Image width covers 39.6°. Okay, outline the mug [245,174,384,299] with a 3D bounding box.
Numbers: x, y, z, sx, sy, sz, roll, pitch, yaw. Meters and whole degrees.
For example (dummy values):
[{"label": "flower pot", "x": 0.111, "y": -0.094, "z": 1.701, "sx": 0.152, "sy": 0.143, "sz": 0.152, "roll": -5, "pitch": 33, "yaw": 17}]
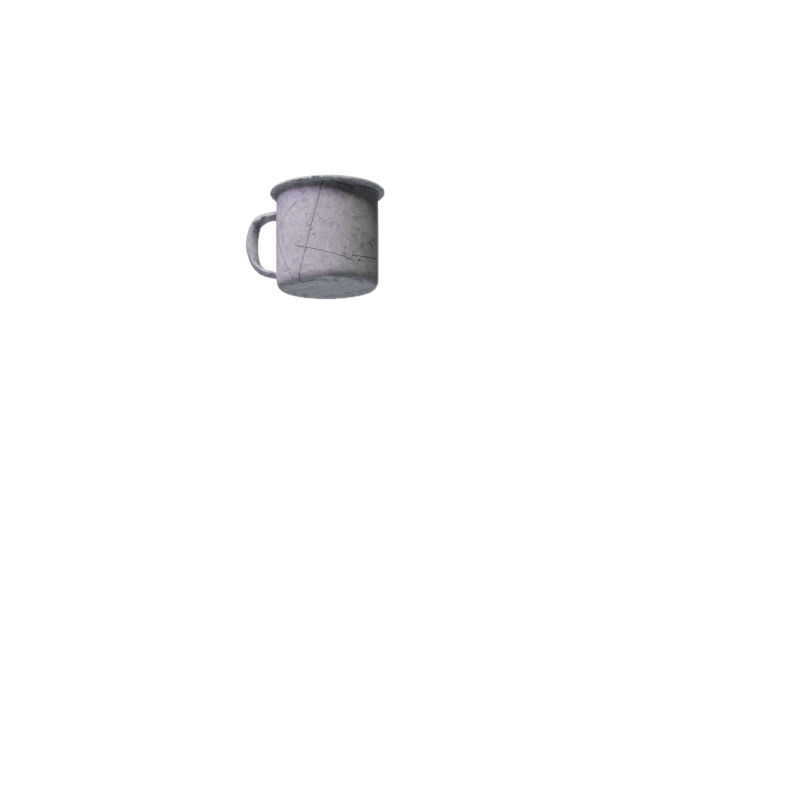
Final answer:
[{"label": "mug", "x": -0.070, "y": -0.127, "z": 0.891, "sx": 0.119, "sy": 0.084, "sz": 0.089, "roll": -3, "pitch": -11, "yaw": 17}]
